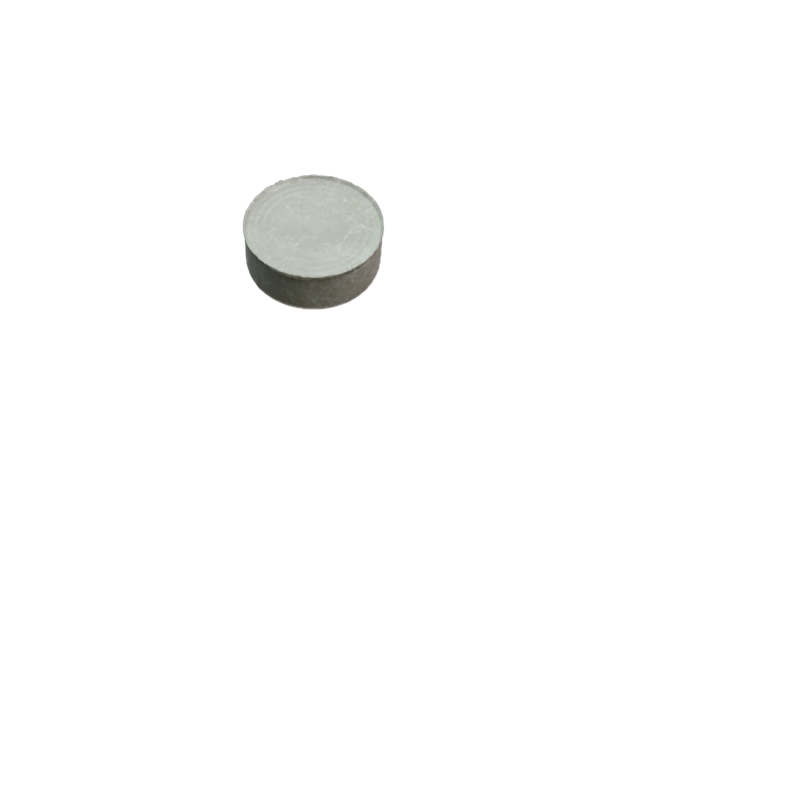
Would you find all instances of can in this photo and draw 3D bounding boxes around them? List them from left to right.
[{"bbox_3d":[-0.053,-0.097,0.683,0.086,0.092,0.031,-1,-39,-1],"label":"can"}]
